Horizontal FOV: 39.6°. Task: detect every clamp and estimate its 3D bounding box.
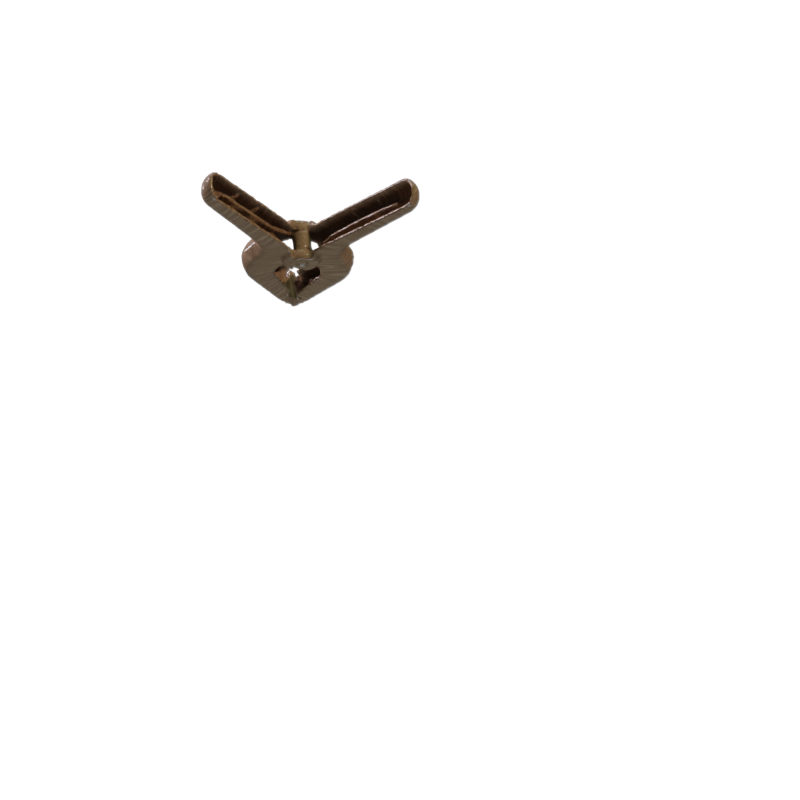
[{"bbox_3d":[-0.071,-0.130,0.912,0.164,0.038,0.200,0,-19,-1],"label":"clamp"}]
